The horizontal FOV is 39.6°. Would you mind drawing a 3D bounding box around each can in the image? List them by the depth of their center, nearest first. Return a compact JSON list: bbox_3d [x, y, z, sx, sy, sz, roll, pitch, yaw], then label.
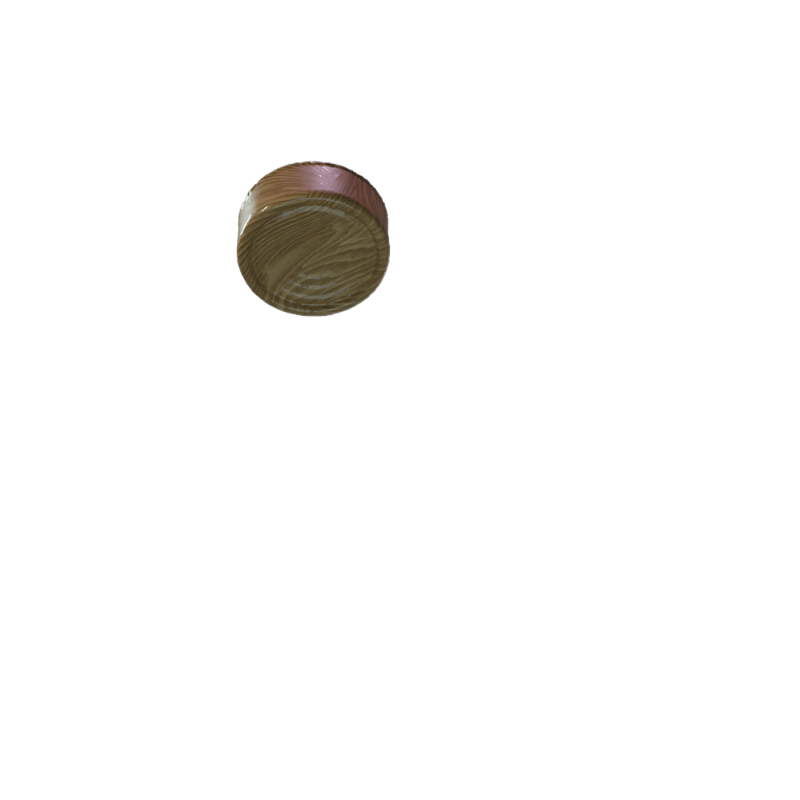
[{"bbox_3d":[-0.048,-0.088,0.618,0.086,0.080,0.036,1,39,-1],"label":"can"}]
